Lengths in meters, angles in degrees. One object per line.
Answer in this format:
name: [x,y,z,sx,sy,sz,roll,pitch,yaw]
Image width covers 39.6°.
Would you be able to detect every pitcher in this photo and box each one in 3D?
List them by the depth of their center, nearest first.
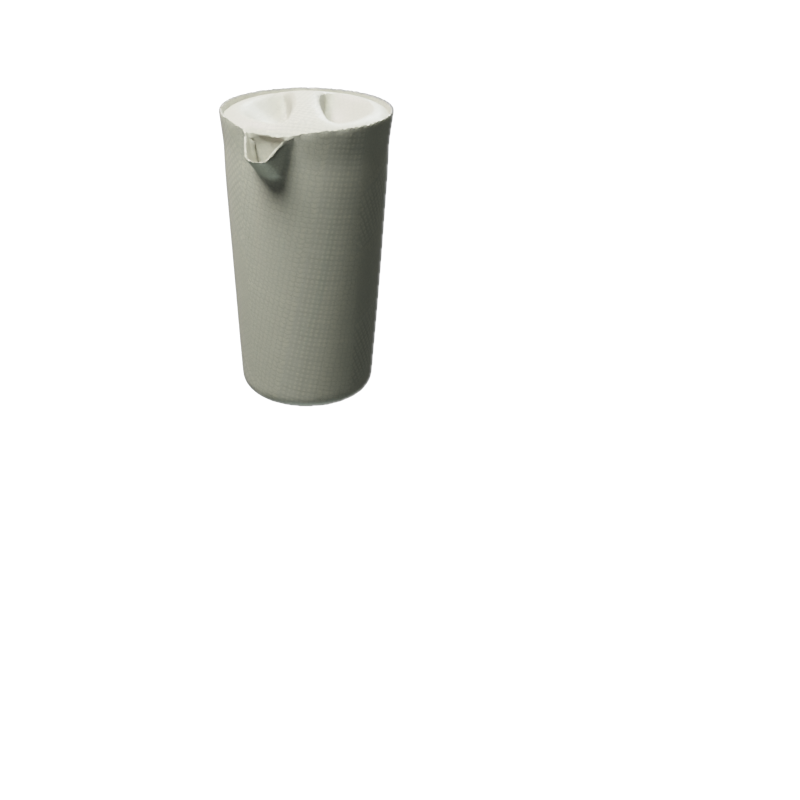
pitcher: [-0.070,-0.128,0.899,0.146,0.231,0.155,-9,27,-21]
